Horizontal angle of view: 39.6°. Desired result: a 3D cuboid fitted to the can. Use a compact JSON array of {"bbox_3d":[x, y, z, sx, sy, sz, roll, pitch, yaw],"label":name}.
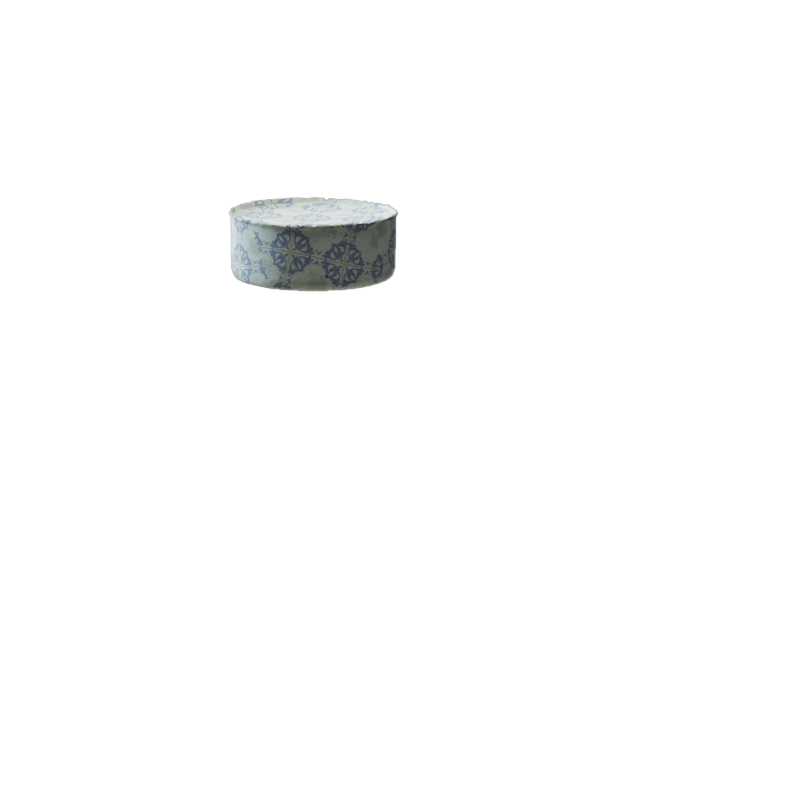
[{"bbox_3d":[-0.044,-0.081,0.566,0.086,0.032,0.089,-1,18,-2],"label":"can"}]
